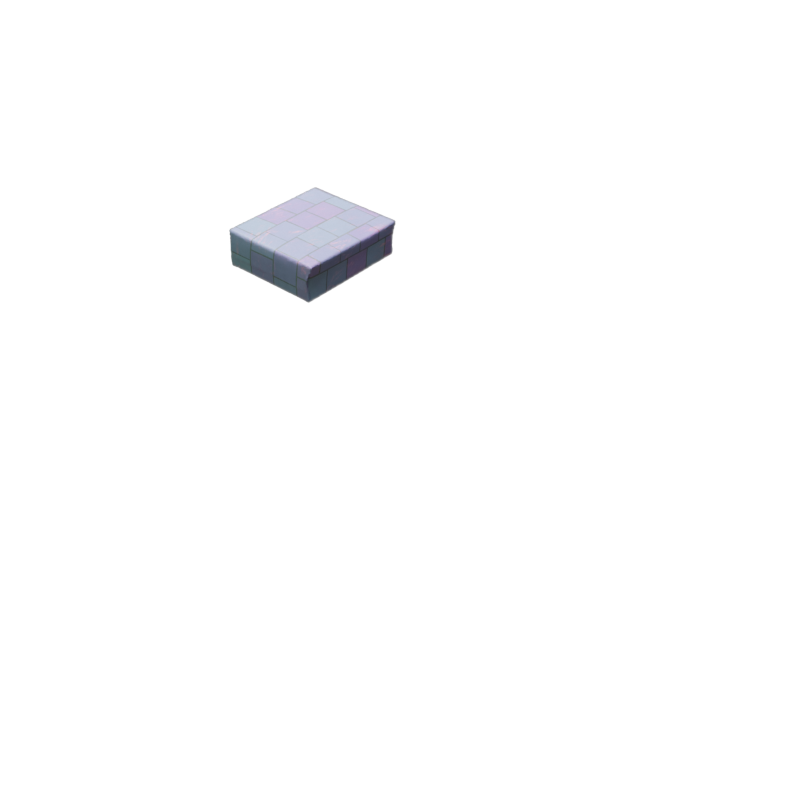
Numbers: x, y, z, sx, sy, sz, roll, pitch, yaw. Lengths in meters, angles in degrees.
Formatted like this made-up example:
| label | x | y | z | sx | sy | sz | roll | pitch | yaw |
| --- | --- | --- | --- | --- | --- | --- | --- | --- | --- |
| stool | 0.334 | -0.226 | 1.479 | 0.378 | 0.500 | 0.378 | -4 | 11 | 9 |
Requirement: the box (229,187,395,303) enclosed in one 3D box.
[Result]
| label | x | y | z | sx | sy | sz | roll | pitch | yaw |
| --- | --- | --- | --- | --- | --- | --- | --- | --- | --- |
| box | -0.073 | -0.132 | 0.926 | 0.095 | 0.036 | 0.114 | 25 | 42 | 30 |
